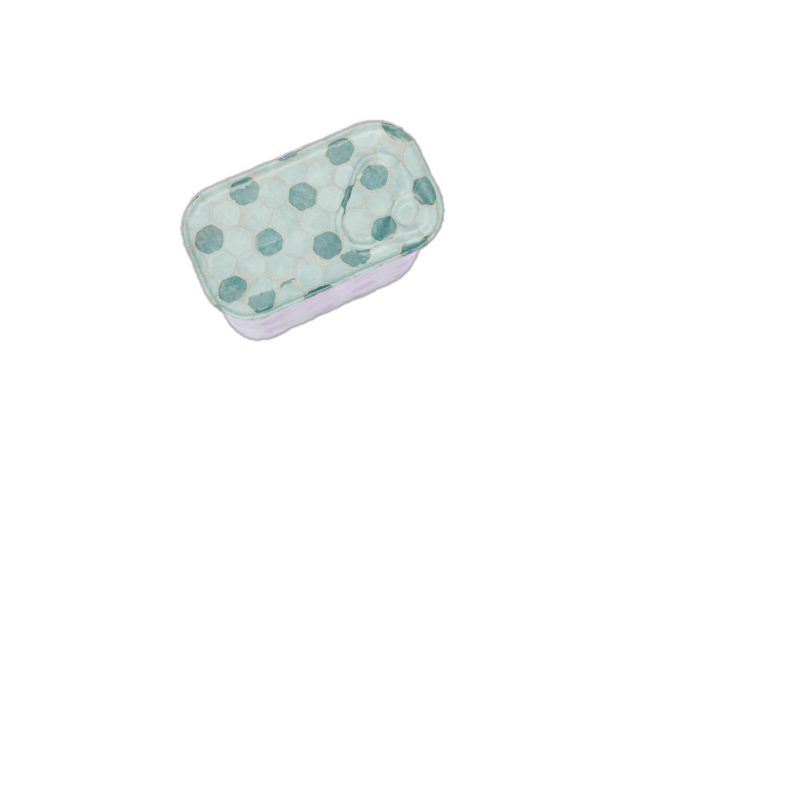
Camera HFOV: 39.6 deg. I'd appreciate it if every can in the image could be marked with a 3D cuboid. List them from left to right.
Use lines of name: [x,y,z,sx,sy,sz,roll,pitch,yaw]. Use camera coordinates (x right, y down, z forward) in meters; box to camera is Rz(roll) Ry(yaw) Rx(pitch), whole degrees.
can: [-0.037,-0.069,0.479,0.102,0.059,0.082,-24,-6,-6]
